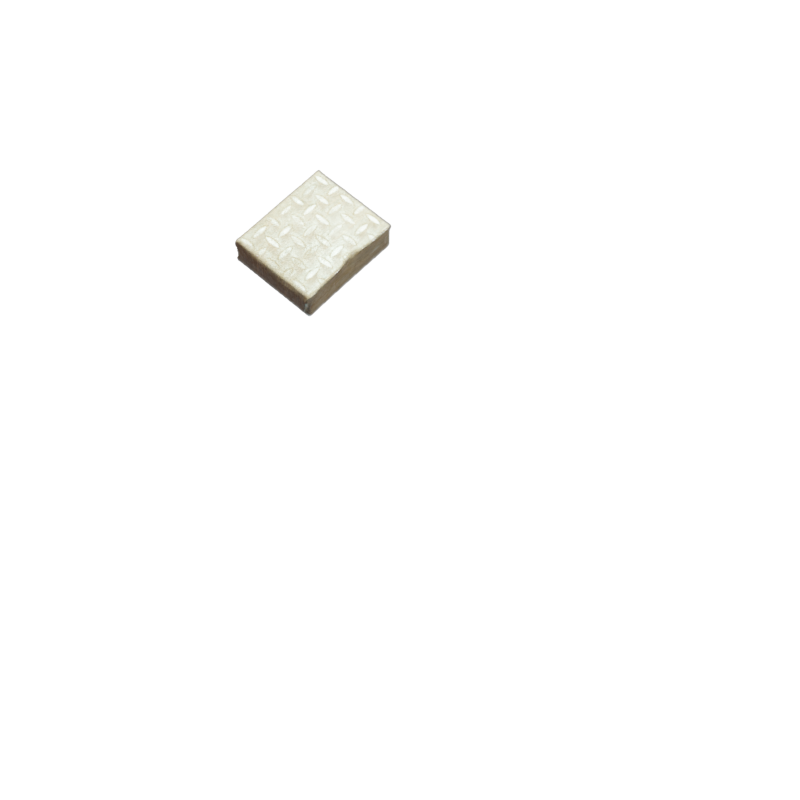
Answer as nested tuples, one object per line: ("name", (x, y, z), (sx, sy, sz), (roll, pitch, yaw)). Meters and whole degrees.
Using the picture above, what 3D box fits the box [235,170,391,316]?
("box", (-0.063, -0.114, 0.799), (0.077, 0.090, 0.028), (38, -25, 20))
